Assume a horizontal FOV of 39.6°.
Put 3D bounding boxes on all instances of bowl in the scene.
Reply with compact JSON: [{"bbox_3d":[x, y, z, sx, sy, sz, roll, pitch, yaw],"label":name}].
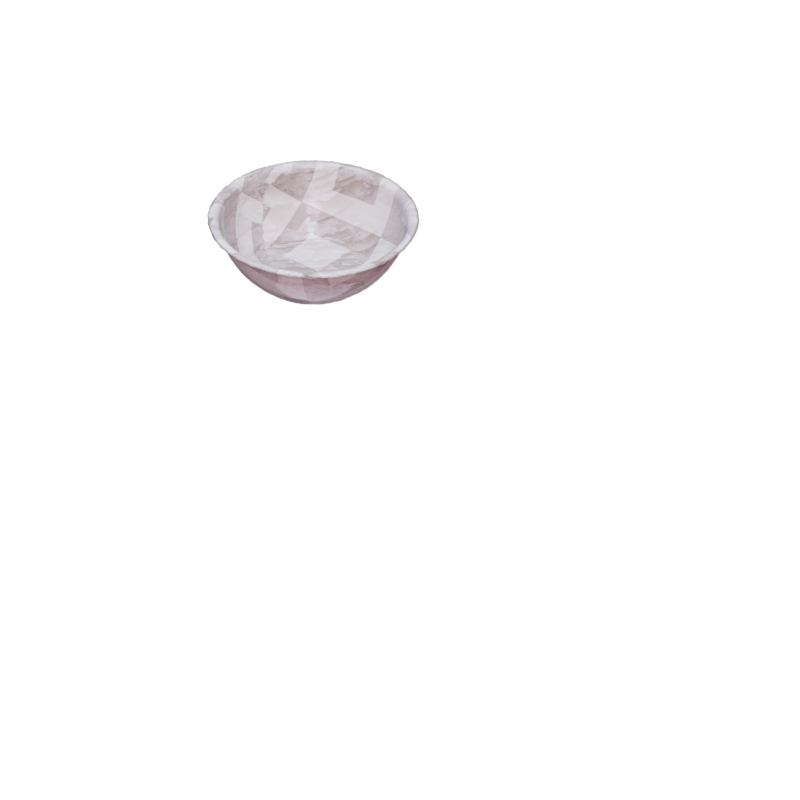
[{"bbox_3d":[-0.067,-0.123,0.861,0.162,0.051,0.174,-1,39,-2],"label":"bowl"}]
